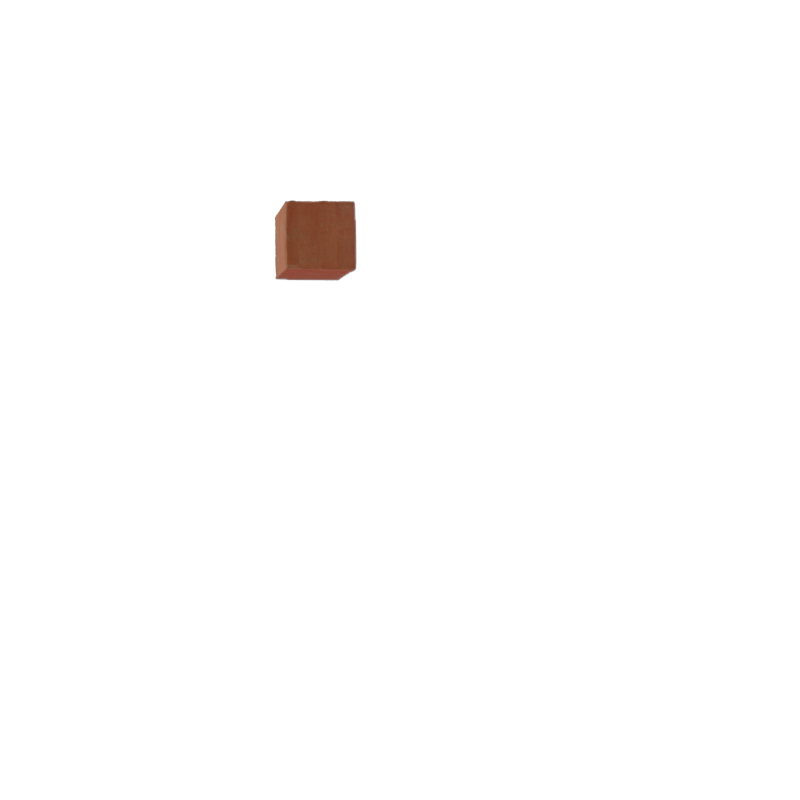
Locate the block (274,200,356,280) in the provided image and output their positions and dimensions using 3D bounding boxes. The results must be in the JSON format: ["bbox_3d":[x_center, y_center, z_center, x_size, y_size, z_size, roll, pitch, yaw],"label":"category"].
[{"bbox_3d":[-0.065,-0.119,0.830,0.052,0.052,0.078,0,-2,-12],"label":"block"}]
